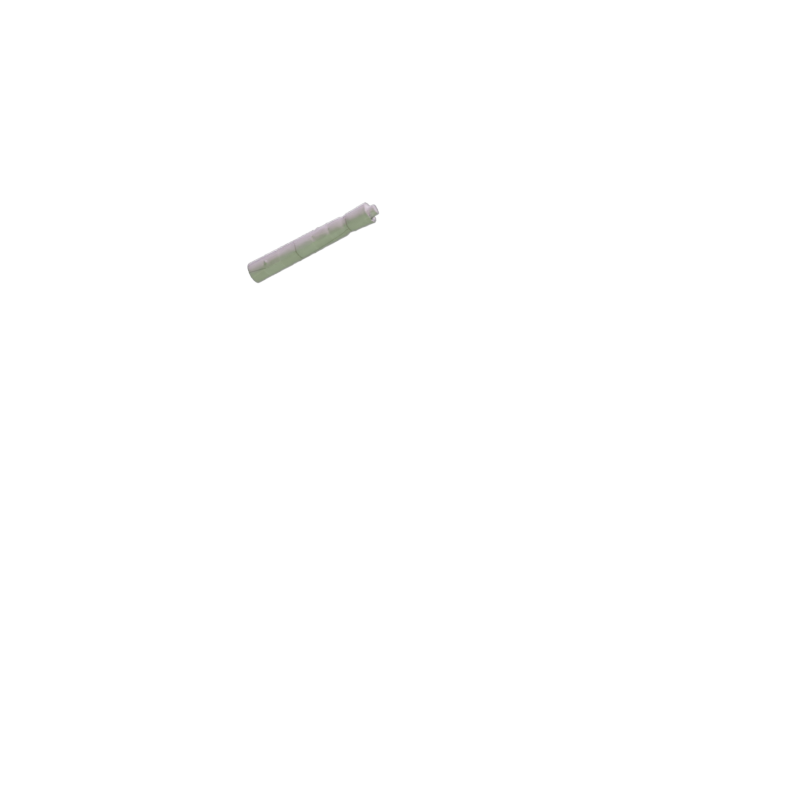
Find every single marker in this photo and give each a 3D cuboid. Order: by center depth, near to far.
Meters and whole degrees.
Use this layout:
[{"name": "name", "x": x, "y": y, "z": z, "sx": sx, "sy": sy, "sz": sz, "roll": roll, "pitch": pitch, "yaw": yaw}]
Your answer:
[{"name": "marker", "x": -0.071, "y": -0.130, "z": 0.911, "sx": 0.121, "sy": 0.020, "sz": 0.019, "roll": -25, "pitch": -5, "yaw": 19}]
